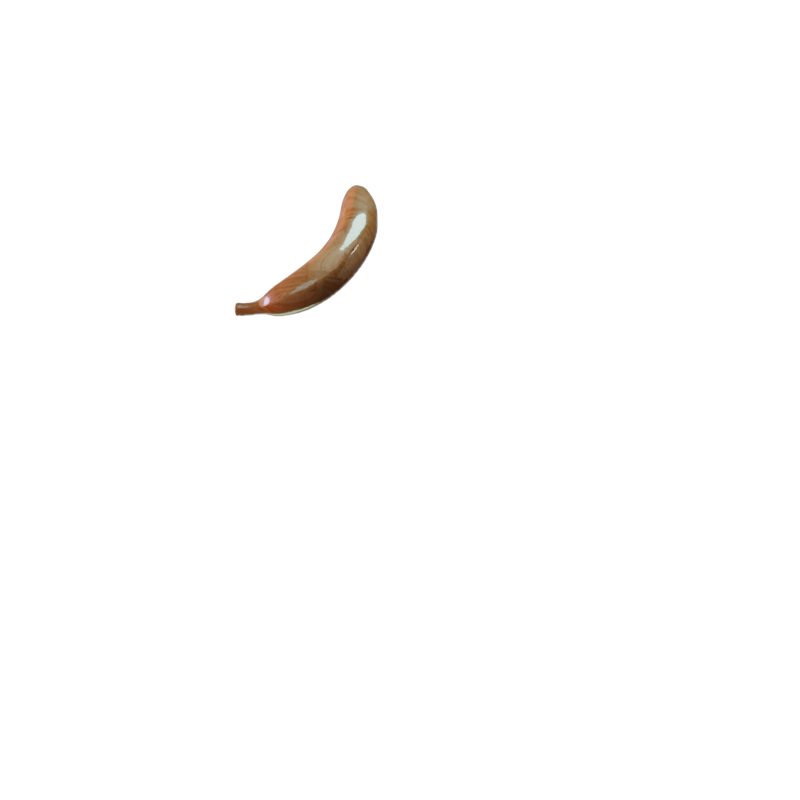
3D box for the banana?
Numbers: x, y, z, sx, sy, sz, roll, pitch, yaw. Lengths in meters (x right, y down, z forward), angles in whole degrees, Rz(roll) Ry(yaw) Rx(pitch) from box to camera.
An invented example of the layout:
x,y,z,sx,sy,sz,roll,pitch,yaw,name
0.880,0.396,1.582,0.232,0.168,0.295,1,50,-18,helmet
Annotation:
x,y,z,sx,sy,sz,roll,pitch,yaw,name
-0.063,-0.131,0.975,0.073,0.034,0.203,22,48,21,banana
